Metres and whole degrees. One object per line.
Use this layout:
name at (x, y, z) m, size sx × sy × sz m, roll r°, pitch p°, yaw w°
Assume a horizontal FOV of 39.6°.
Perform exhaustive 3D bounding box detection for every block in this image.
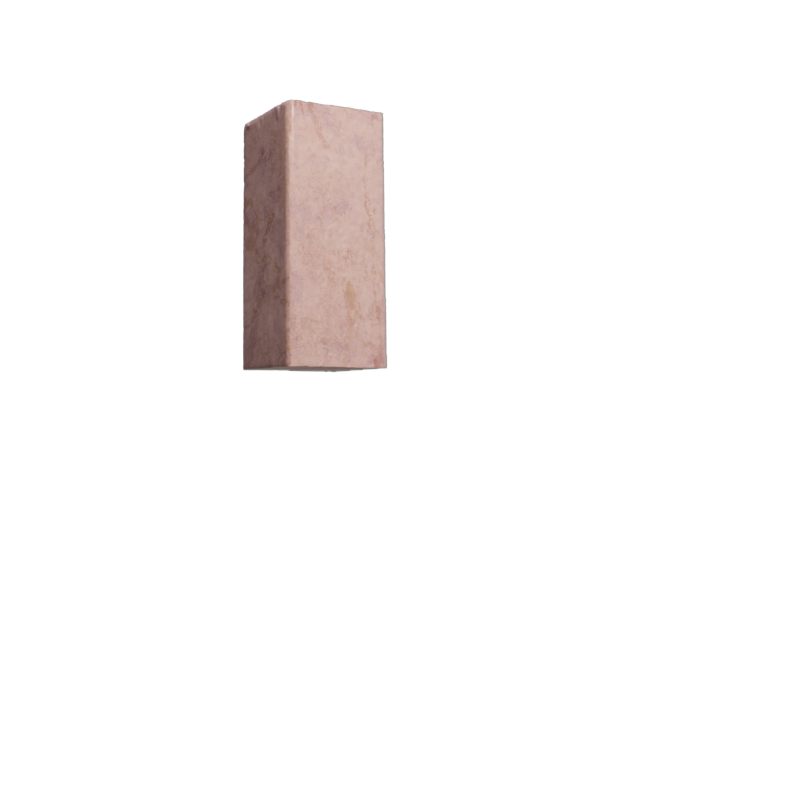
block at (-0.071, -0.129, 0.900) m, size 0.087 × 0.210 × 0.092 m, roll 4°, pitch -9°, yaw -29°
